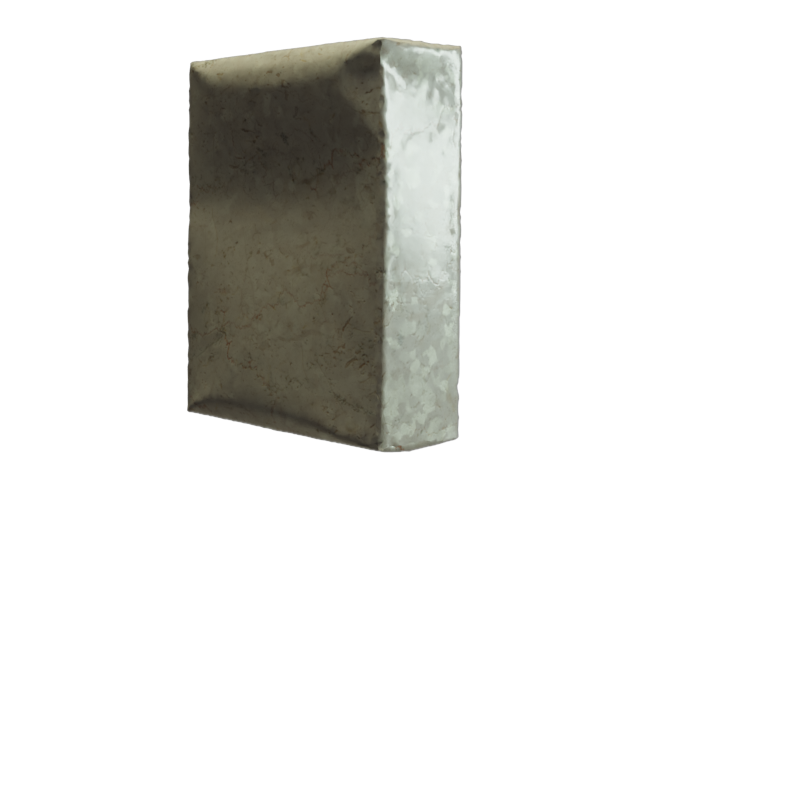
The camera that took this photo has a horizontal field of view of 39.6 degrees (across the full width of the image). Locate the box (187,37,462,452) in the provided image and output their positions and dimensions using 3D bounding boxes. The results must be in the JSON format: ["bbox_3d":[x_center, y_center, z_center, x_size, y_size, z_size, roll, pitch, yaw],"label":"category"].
[{"bbox_3d":[-0.049,-0.090,0.628,0.172,0.212,0.069,6,6,44],"label":"box"}]
